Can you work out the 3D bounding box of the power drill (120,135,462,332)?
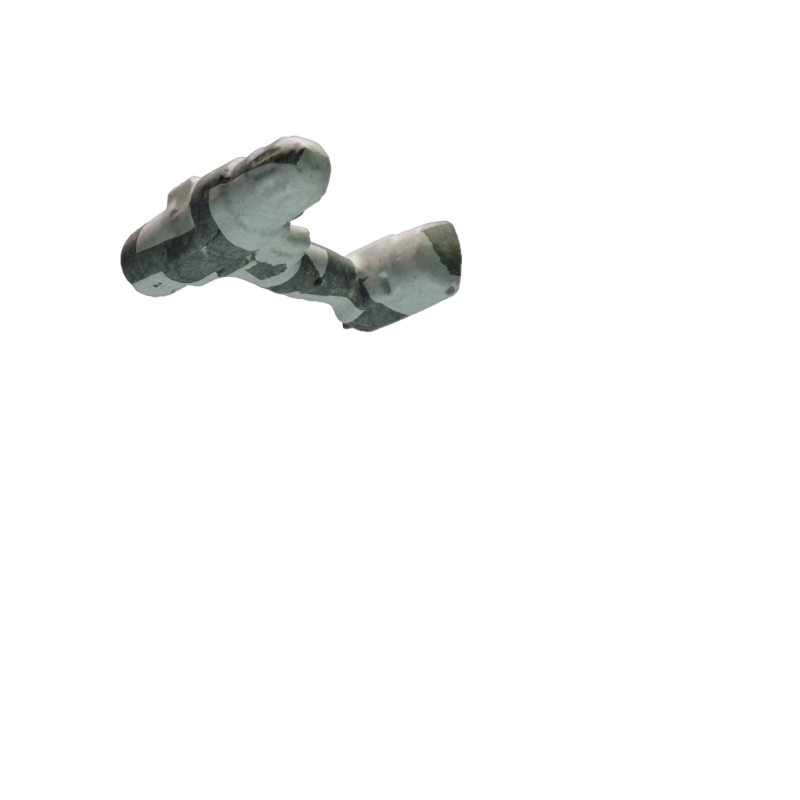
[{"bbox_3d":[-0.053,-0.097,0.682,0.178,0.060,0.186,12,-20,-38],"label":"power drill"}]
